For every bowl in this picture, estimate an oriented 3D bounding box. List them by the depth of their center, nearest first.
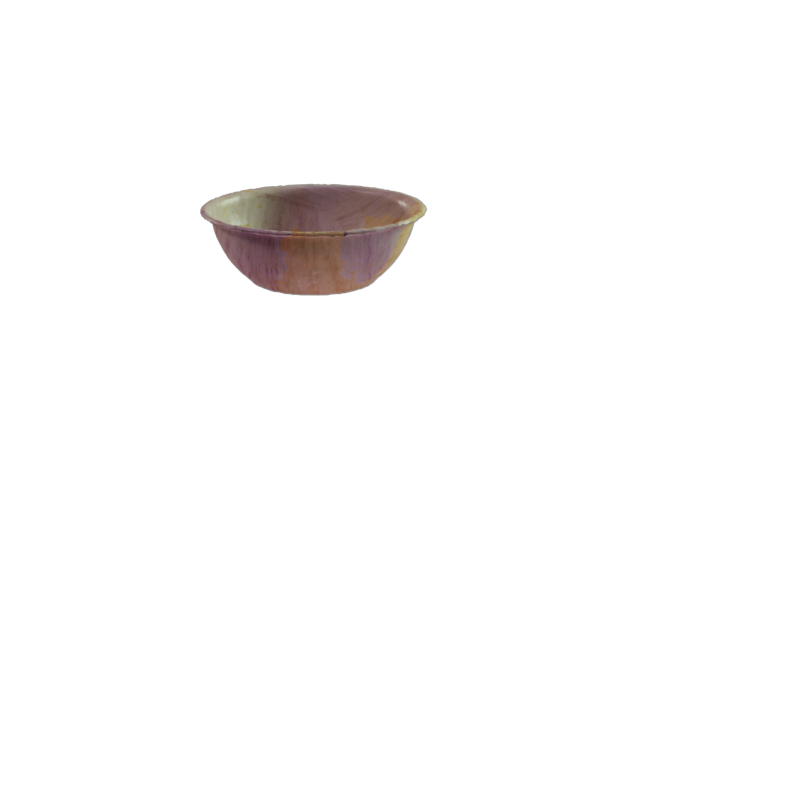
[{"bbox_3d":[-0.063,-0.114,0.799,0.162,0.053,0.169,-1,21,-2],"label":"bowl"}]
